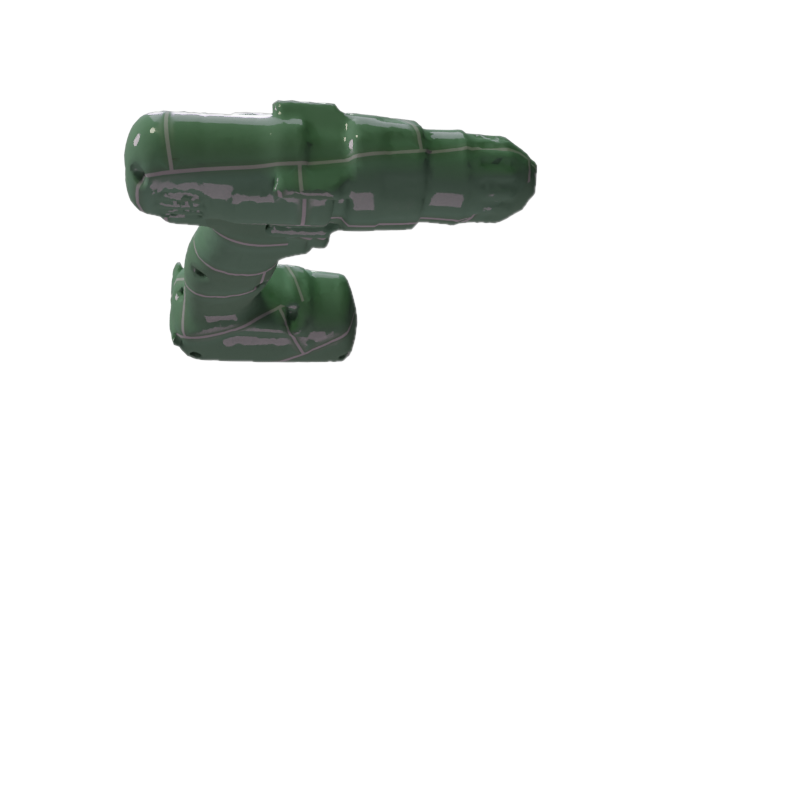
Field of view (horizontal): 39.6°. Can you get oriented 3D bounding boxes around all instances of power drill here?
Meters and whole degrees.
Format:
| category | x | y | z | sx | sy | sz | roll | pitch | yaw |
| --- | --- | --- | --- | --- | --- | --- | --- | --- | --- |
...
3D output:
| category | x | y | z | sx | sy | sz | roll | pitch | yaw |
| --- | --- | --- | --- | --- | --- | --- | --- | --- | --- |
| power drill | -0.043 | -0.079 | 0.553 | 0.182 | 0.061 | 0.179 | 4 | -24 | -9 |
